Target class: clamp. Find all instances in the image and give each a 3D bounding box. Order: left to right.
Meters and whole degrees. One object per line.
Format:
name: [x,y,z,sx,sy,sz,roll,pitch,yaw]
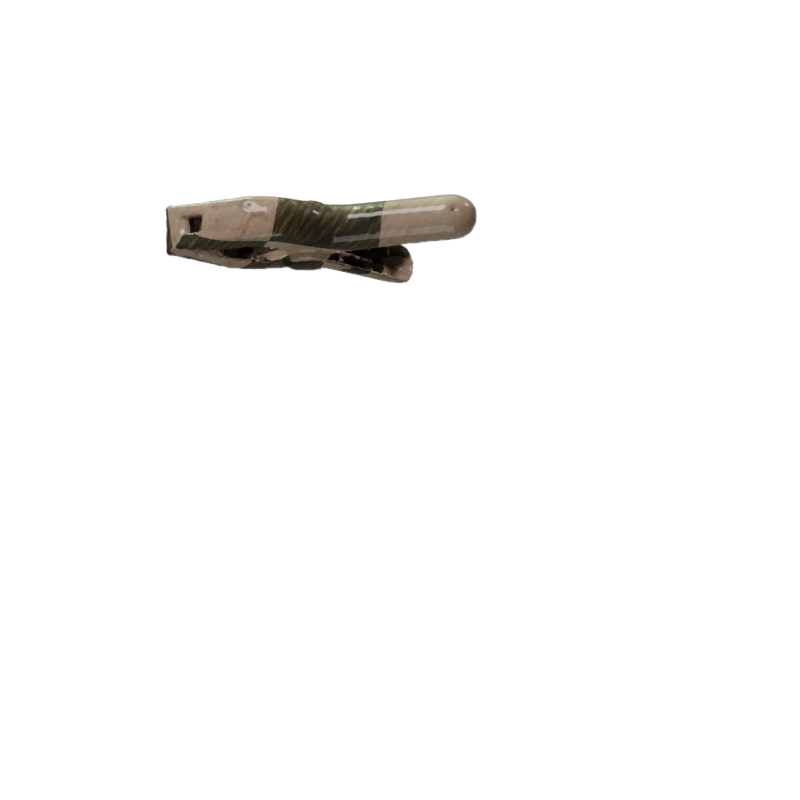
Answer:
clamp: [-0.051,-0.093,0.652,0.170,0.041,0.116,2,-16,-7]
